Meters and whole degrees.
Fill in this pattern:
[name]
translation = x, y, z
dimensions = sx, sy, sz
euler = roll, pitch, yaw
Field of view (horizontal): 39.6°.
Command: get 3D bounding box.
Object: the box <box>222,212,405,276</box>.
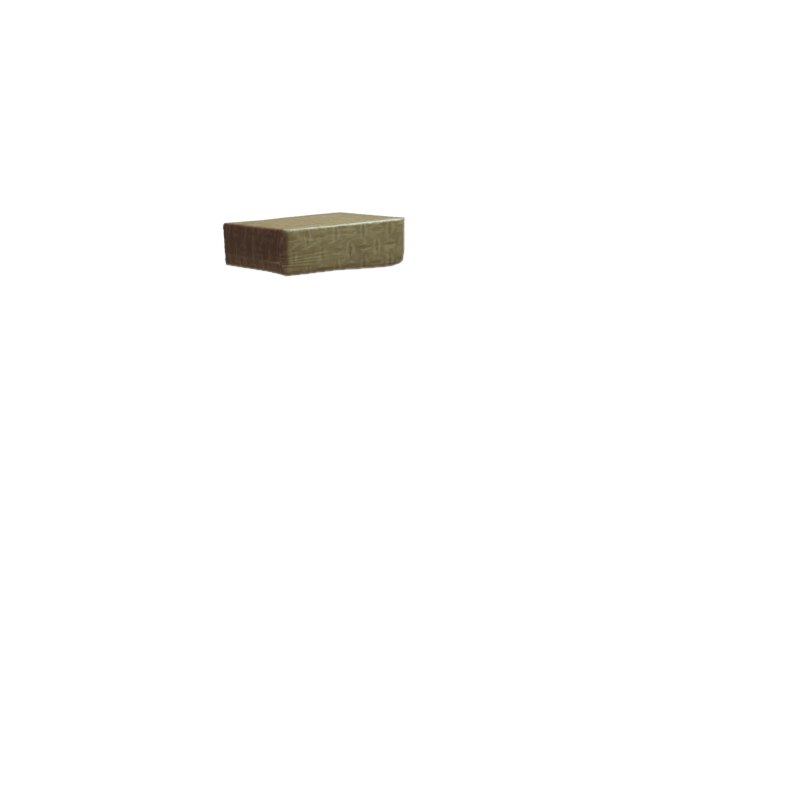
[box]
translation = -0.066, -0.121, 0.850
dimensions = 0.110, 0.038, 0.094
euler = -9, 15, -34
